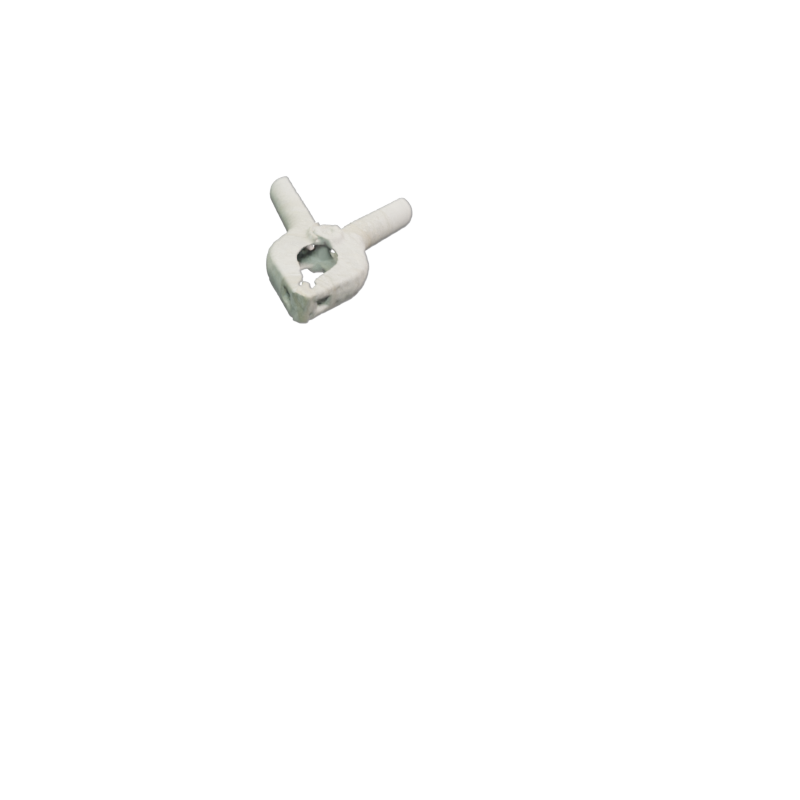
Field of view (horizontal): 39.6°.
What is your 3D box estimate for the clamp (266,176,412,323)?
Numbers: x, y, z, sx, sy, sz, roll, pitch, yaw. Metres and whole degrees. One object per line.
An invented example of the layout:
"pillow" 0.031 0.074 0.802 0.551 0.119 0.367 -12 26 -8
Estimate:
"clamp" -0.069 -0.126 0.880 0.123 0.037 0.178 11 37 14
